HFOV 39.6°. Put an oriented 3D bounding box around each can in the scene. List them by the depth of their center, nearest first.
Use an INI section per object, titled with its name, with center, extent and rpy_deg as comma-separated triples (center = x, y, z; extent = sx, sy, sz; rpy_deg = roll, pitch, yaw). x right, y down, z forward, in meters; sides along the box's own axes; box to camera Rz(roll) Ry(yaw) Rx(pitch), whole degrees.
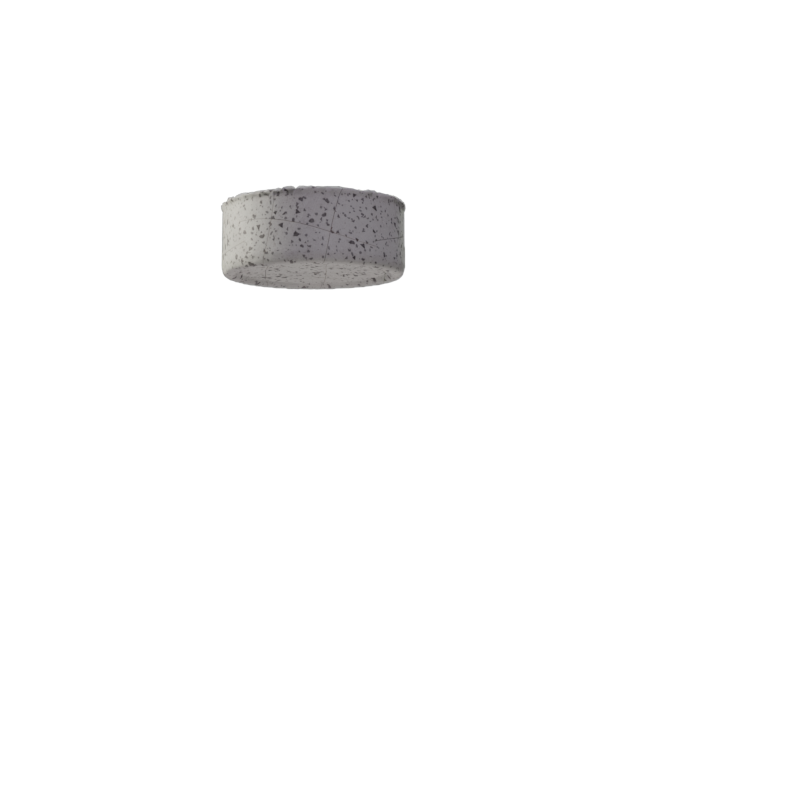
[can]
center = -0.040, -0.073, 0.512
extent = 0.086, 0.034, 0.085
rpy_deg = 0, -4, -2
